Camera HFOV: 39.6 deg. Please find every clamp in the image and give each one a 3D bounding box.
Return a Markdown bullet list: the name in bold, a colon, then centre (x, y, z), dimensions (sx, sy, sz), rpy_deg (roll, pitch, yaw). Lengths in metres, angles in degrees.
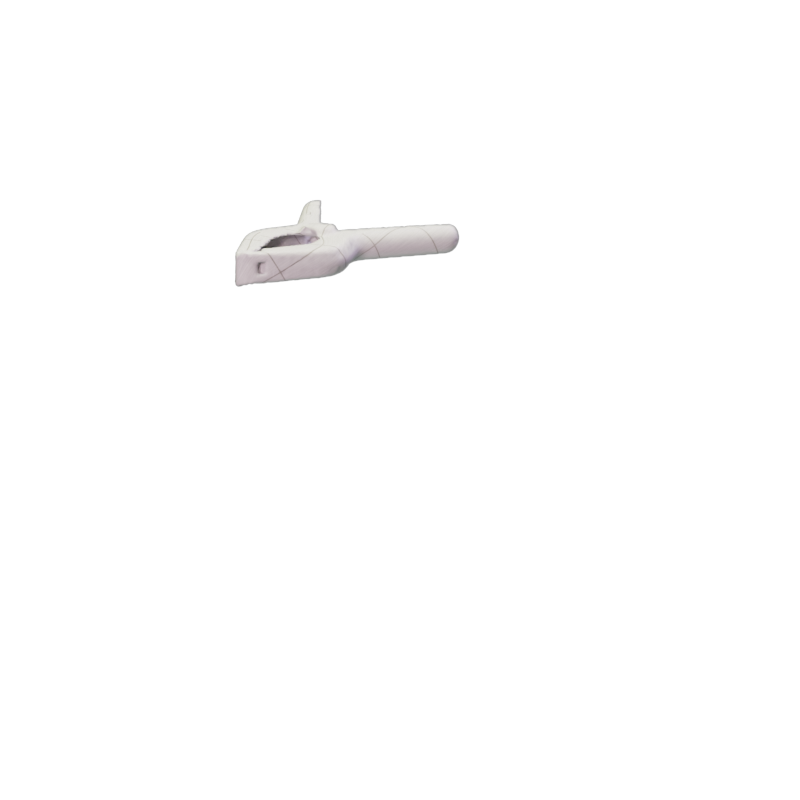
- **clamp**: centre (-0.074, -0.136, 0.951), dimensions (0.174, 0.035, 0.207), rpy_deg (18, 28, 39)
